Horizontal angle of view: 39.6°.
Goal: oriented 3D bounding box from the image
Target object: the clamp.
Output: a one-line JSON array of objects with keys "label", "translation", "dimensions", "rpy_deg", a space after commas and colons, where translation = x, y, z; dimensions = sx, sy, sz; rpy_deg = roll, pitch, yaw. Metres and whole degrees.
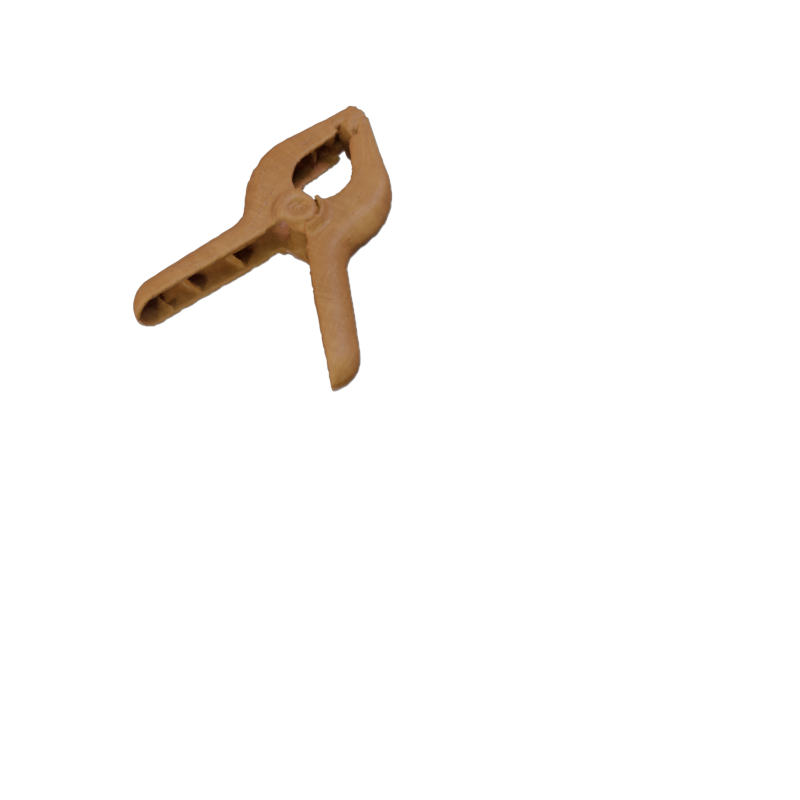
[{"label": "clamp", "translation": [-0.045, -0.083, 0.581], "dimensions": [0.124, 0.176, 0.037], "rpy_deg": [27, -27, 14]}]
